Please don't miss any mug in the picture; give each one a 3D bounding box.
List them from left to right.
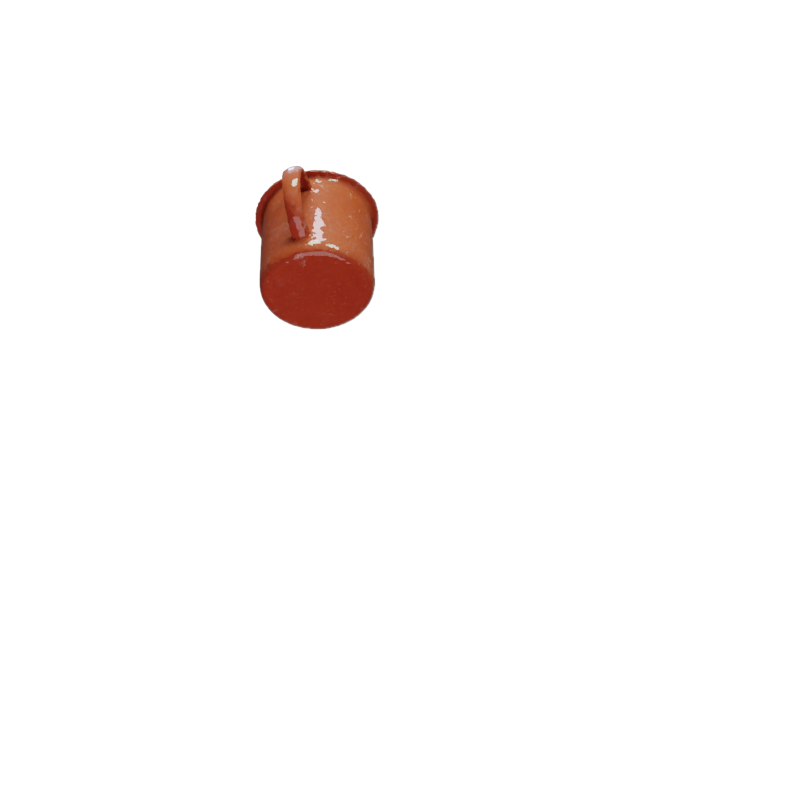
[{"bbox_3d":[-0.062,-0.114,0.797,0.094,0.087,0.108,-9,-45,7],"label":"mug"}]
